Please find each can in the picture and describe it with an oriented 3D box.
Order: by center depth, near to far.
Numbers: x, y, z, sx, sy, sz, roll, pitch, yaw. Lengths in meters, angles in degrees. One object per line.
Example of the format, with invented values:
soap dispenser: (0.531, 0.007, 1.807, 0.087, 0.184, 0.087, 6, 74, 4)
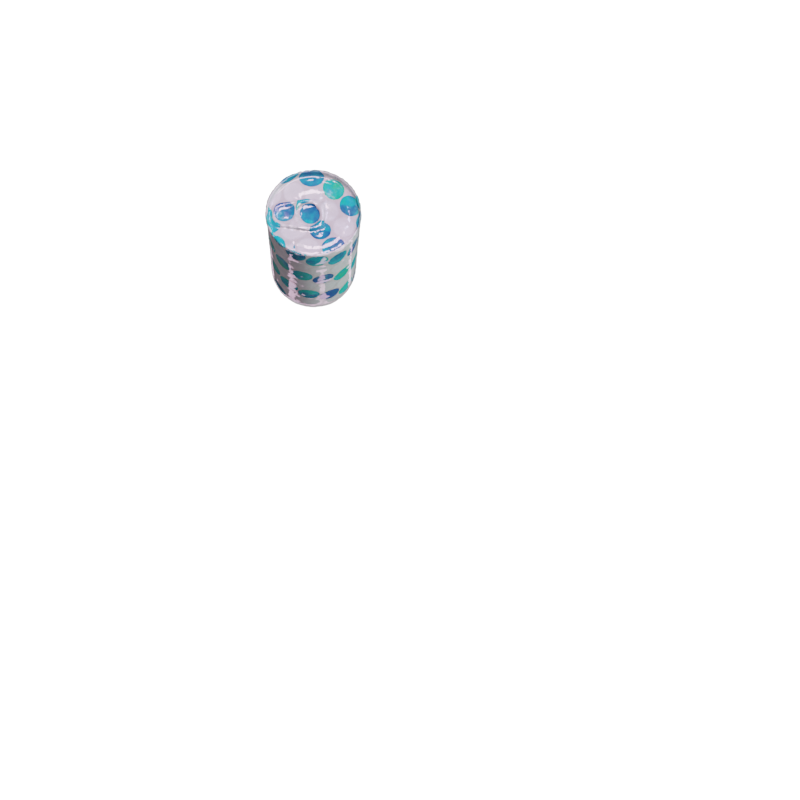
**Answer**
can: (-0.065, -0.118, 0.827, 0.068, 0.072, 0.097, 0, -20, -3)
